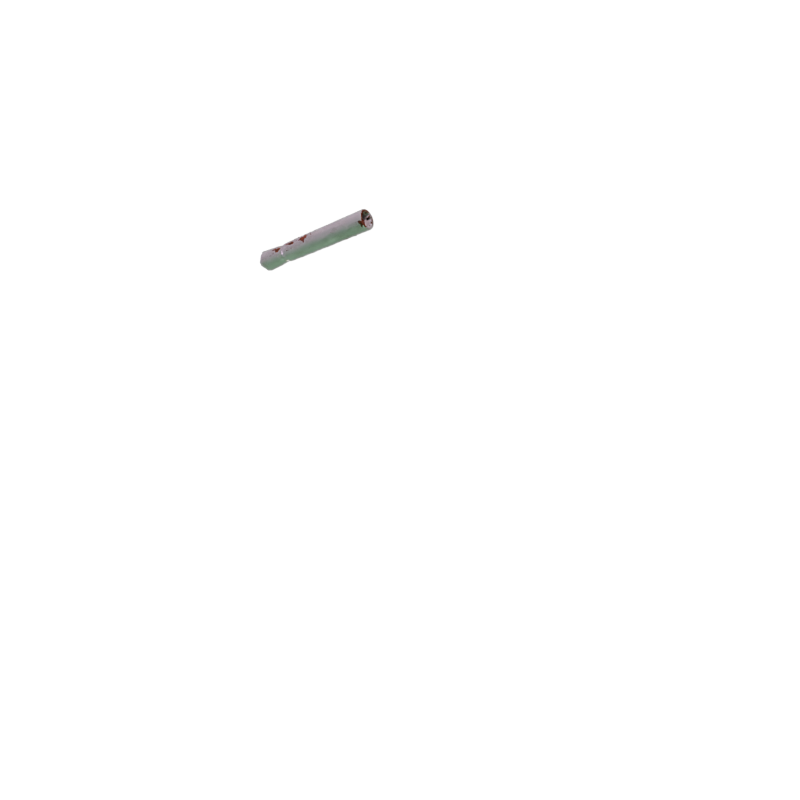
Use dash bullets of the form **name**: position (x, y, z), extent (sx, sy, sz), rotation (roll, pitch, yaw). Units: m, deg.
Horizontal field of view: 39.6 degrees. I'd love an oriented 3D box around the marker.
- **marker**: position (-0.076, -0.138, 0.968), extent (0.122, 0.020, 0.019), rotation (-17, -7, 35)
